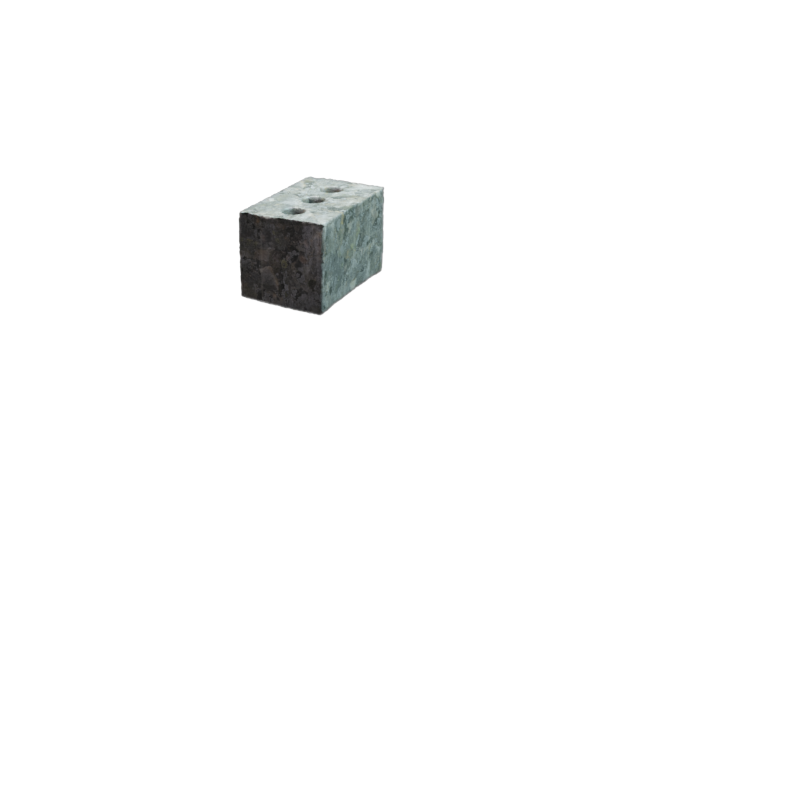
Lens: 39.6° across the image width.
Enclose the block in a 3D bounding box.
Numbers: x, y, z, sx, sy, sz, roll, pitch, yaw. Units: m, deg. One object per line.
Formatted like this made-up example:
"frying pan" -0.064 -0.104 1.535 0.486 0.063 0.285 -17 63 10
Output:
"block" -0.048 -0.088 0.618 0.055 0.049 0.079 11 27 22
